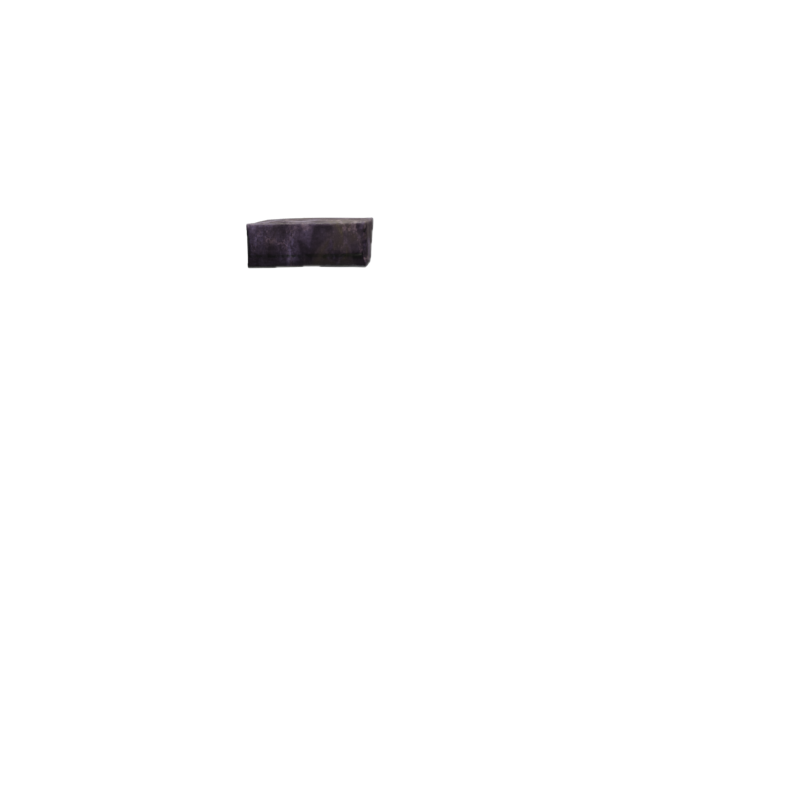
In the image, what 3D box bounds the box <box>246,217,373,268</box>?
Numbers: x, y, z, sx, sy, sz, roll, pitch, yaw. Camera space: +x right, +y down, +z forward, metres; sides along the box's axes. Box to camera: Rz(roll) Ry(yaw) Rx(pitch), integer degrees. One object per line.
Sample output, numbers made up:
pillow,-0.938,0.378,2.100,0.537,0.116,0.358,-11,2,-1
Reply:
box,-0.068,-0.123,0.865,0.090,0.038,0.114,0,8,3
